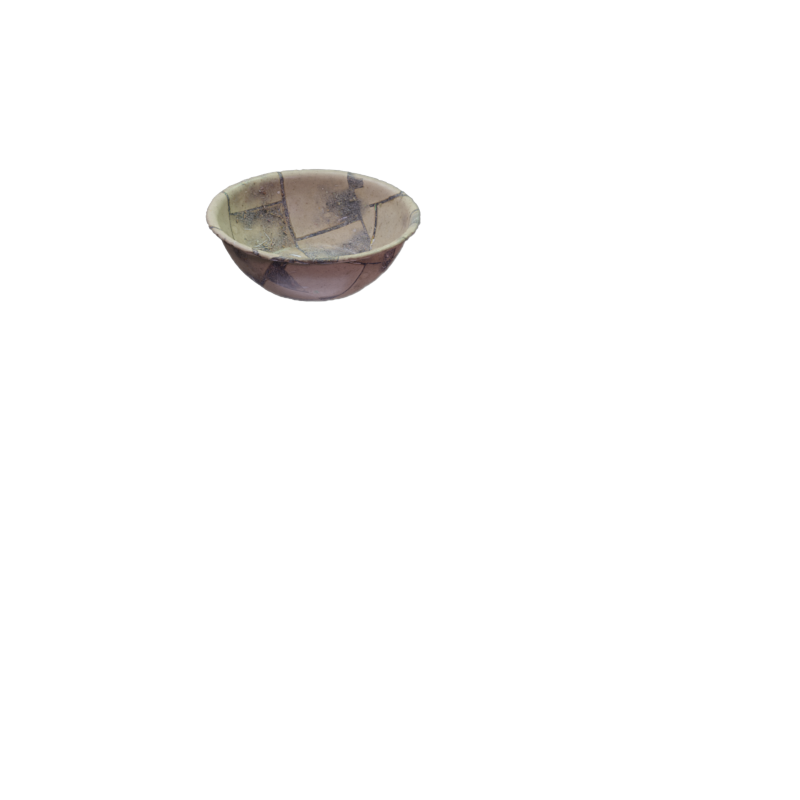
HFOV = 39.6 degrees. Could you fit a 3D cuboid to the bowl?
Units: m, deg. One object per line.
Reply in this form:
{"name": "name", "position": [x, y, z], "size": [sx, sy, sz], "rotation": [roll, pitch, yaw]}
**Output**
{"name": "bowl", "position": [-0.066, -0.121, 0.847], "size": [0.162, 0.052, 0.173], "rotation": [-1, 33, -2]}
